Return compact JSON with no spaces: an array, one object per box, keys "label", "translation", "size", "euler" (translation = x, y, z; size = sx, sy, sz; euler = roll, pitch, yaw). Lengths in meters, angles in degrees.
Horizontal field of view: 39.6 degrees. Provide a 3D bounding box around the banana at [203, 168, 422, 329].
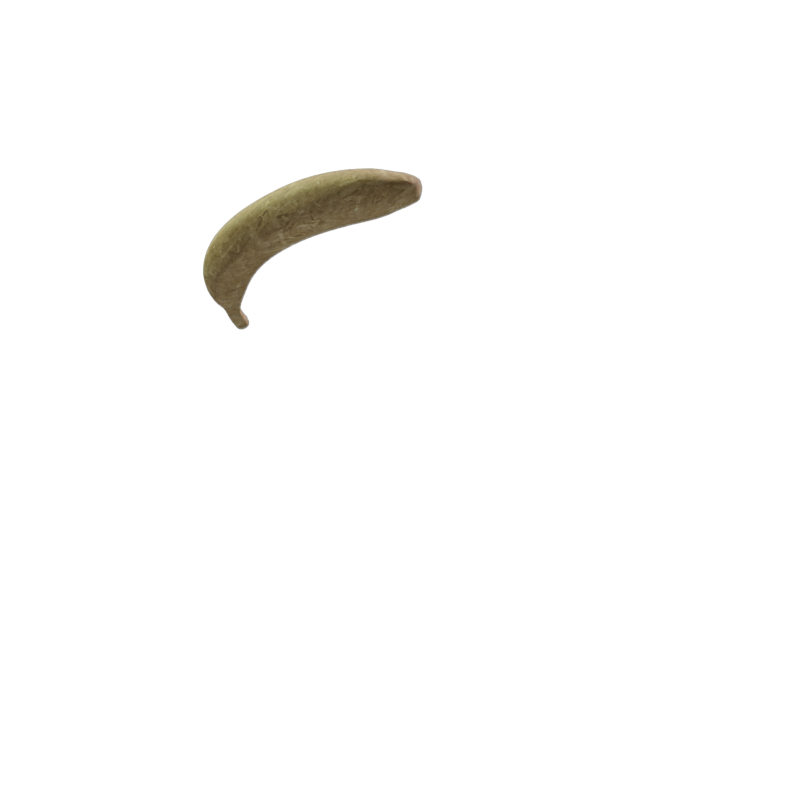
[{"label":"banana","translation":[-0.074,-0.109,0.731],"size":[0.065,0.039,0.197],"euler":[24,-37,-36]}]
